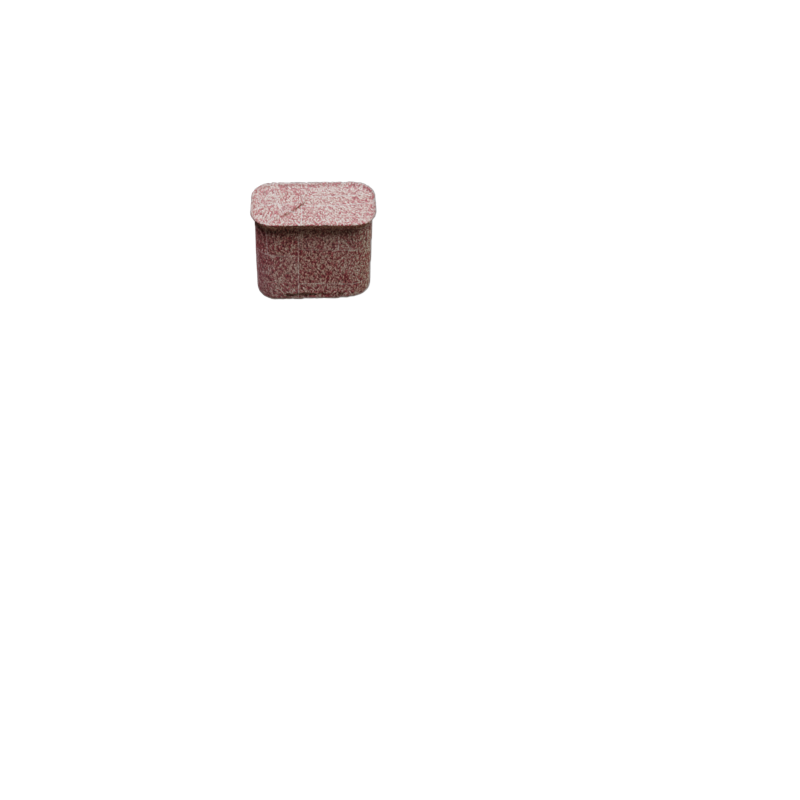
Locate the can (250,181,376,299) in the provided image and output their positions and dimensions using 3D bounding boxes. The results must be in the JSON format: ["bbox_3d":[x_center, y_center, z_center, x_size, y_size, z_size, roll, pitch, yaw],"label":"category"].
[{"bbox_3d":[-0.072,-0.132,0.925,0.102,0.078,0.062,0,44,-2],"label":"can"}]
